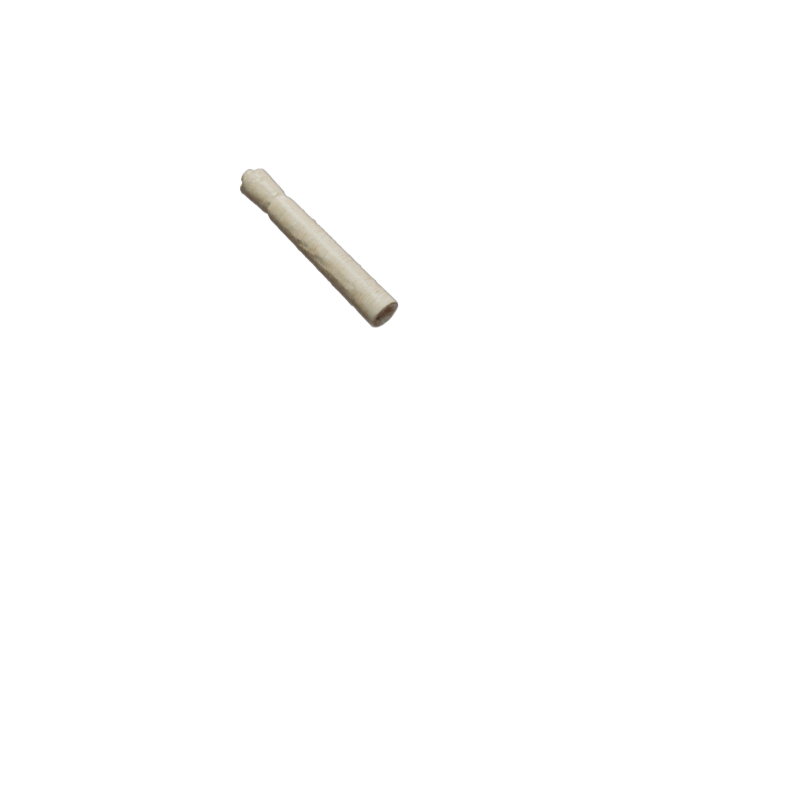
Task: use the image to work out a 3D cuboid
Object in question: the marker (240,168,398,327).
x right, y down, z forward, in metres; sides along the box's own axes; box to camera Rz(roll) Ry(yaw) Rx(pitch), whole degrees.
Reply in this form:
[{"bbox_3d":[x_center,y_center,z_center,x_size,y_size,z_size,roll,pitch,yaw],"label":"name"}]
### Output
[{"bbox_3d":[-0.048,-0.087,0.608,0.128,0.019,0.019,47,26,25],"label":"marker"}]
